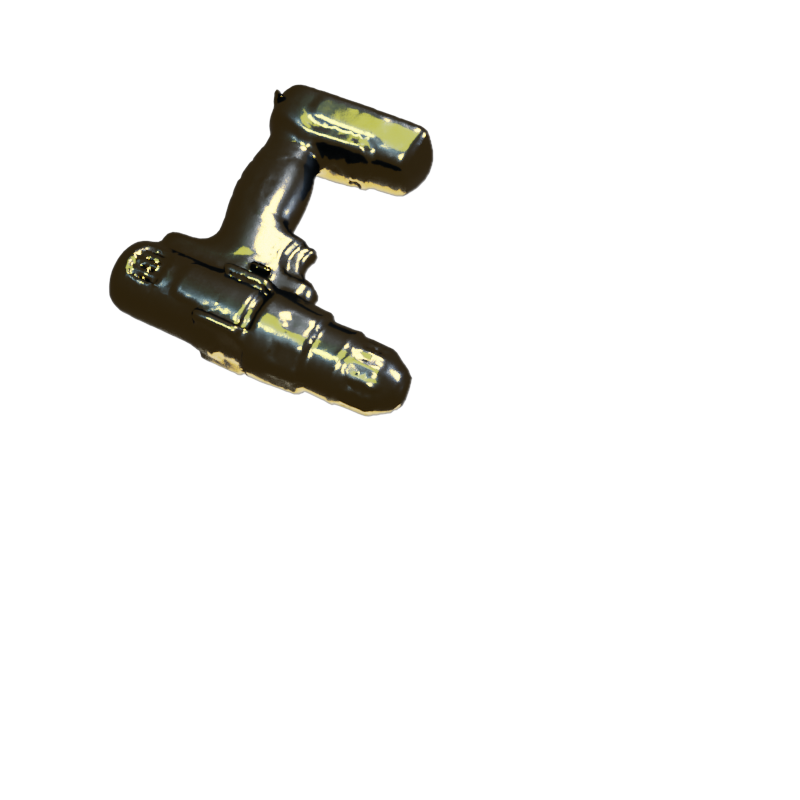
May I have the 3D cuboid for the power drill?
[{"bbox_3d":[-0.051,-0.093,0.654,0.190,0.194,0.054,22,-32,14],"label":"power drill"}]
